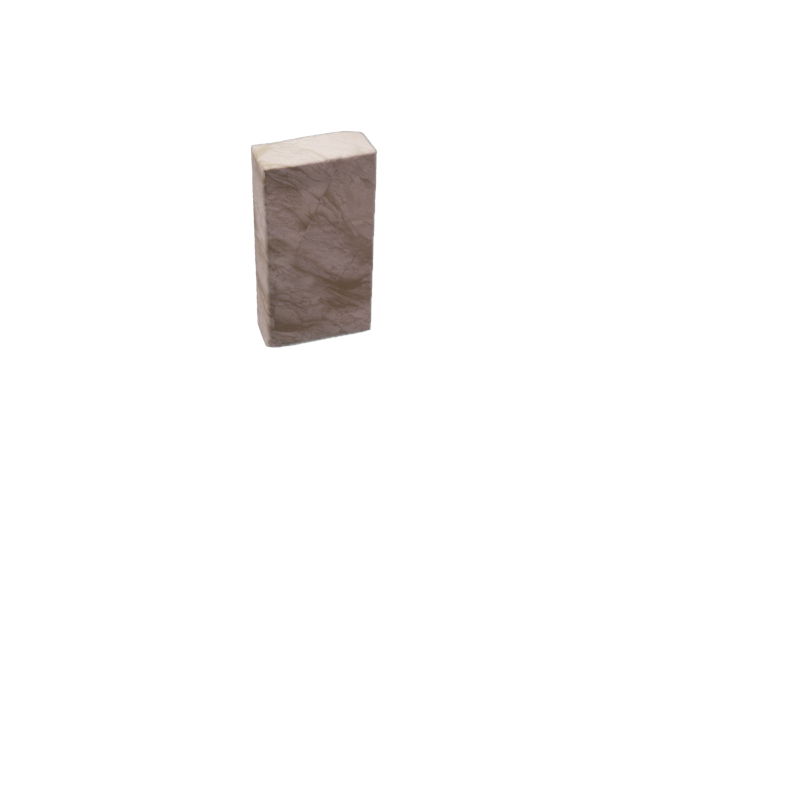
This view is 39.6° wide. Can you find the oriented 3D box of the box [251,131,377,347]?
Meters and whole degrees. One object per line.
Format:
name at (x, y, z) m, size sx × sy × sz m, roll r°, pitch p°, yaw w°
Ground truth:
box at (-0.070, -0.128, 0.894) m, size 0.092 × 0.165 × 0.052 m, roll -10°, pitch 37°, yaw -17°
